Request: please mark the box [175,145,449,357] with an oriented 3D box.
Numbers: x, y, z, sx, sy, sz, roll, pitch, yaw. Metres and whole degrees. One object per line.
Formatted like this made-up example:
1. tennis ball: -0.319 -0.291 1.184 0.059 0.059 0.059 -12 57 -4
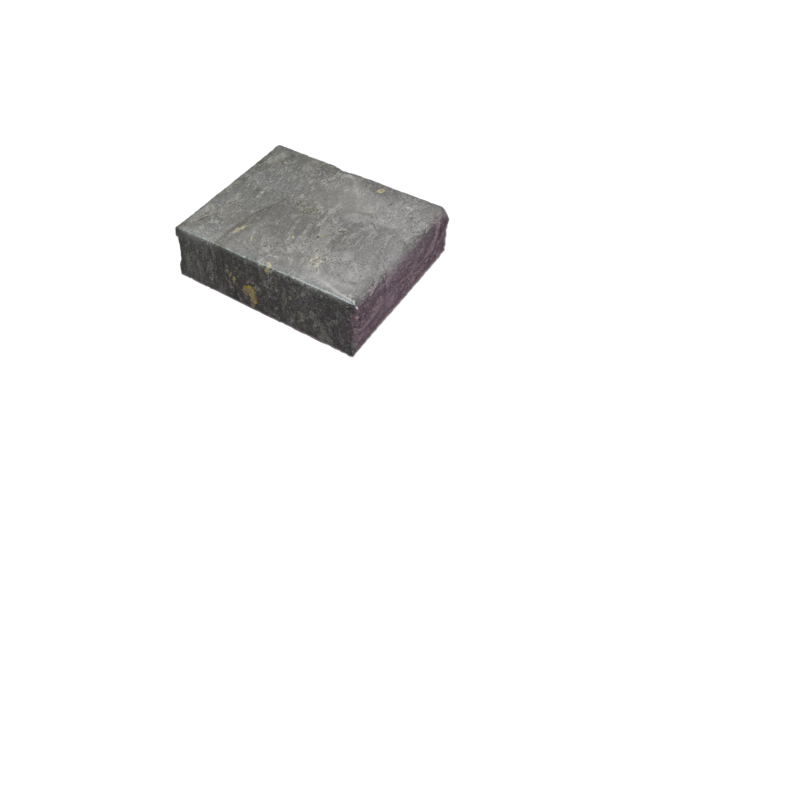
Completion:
1. box: -0.036 -0.066 0.462 0.094 0.028 0.075 24 49 23
